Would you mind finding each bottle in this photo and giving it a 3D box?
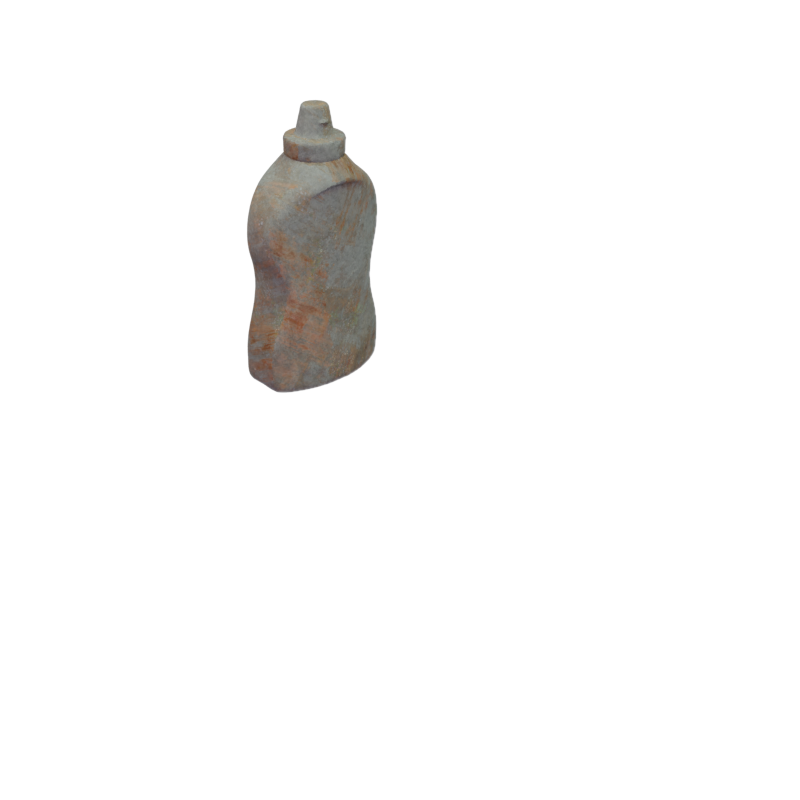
[{"bbox_3d":[-0.058,-0.106,0.744,0.095,0.182,0.062,-18,31,-37],"label":"bottle"}]
